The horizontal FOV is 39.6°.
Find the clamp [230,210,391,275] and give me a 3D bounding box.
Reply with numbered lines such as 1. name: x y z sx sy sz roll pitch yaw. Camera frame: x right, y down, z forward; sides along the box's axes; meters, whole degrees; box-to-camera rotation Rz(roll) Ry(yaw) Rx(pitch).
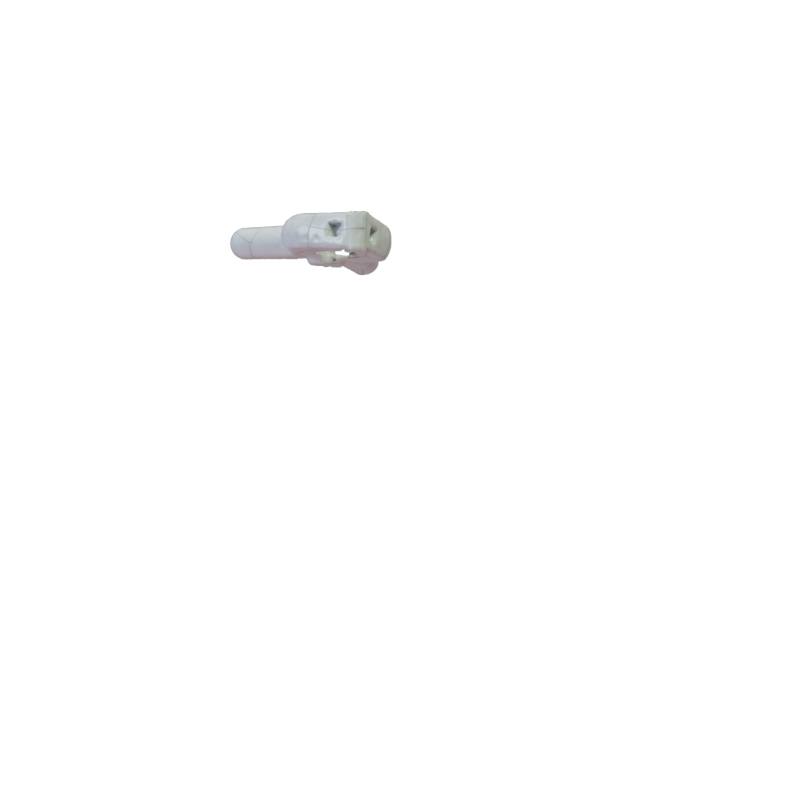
1. clamp: -0.064 -0.117 0.820 0.119 0.040 0.171 0 -2 -9
